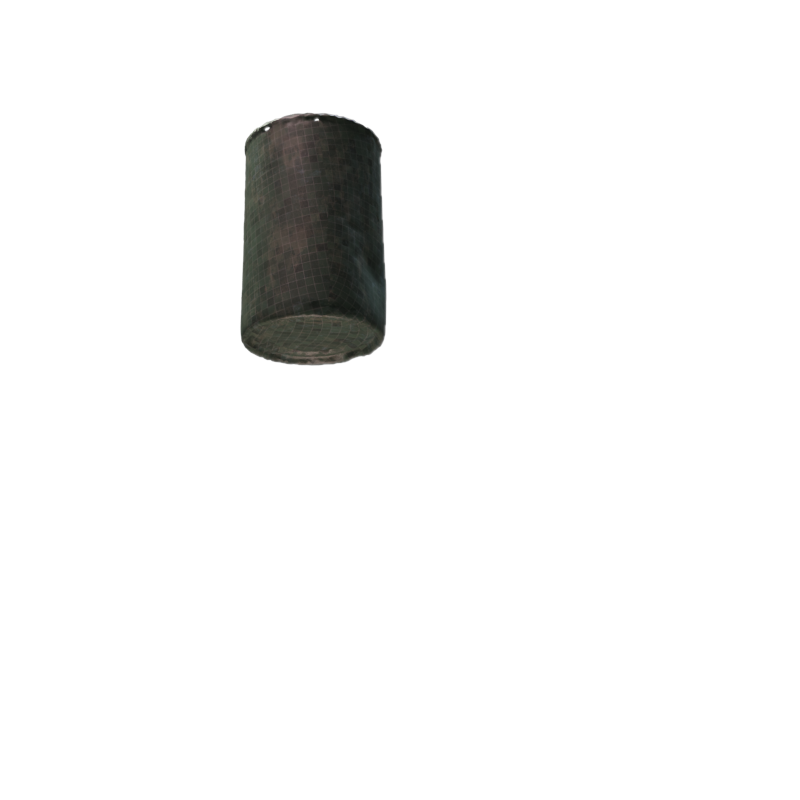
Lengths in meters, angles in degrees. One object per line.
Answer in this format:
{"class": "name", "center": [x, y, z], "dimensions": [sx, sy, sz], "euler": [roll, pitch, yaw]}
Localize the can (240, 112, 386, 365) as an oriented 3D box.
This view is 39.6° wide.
{"class": "can", "center": [-0.041, -0.075, 0.526], "dimensions": [0.068, 0.108, 0.065], "euler": [0, -23, -2]}
